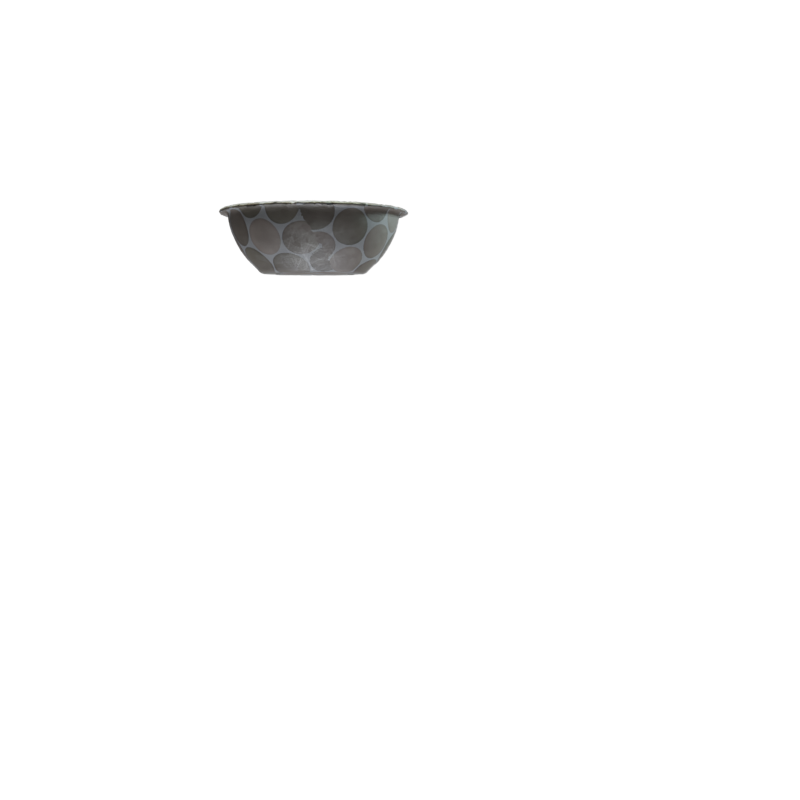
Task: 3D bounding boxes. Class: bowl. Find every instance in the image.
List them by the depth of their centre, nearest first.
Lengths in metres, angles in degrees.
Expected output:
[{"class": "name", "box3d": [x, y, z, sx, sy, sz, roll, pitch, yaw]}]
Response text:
[{"class": "bowl", "box3d": [-0.074, -0.135, 0.949, 0.162, 0.055, 0.162, 0, 3, -2]}]
